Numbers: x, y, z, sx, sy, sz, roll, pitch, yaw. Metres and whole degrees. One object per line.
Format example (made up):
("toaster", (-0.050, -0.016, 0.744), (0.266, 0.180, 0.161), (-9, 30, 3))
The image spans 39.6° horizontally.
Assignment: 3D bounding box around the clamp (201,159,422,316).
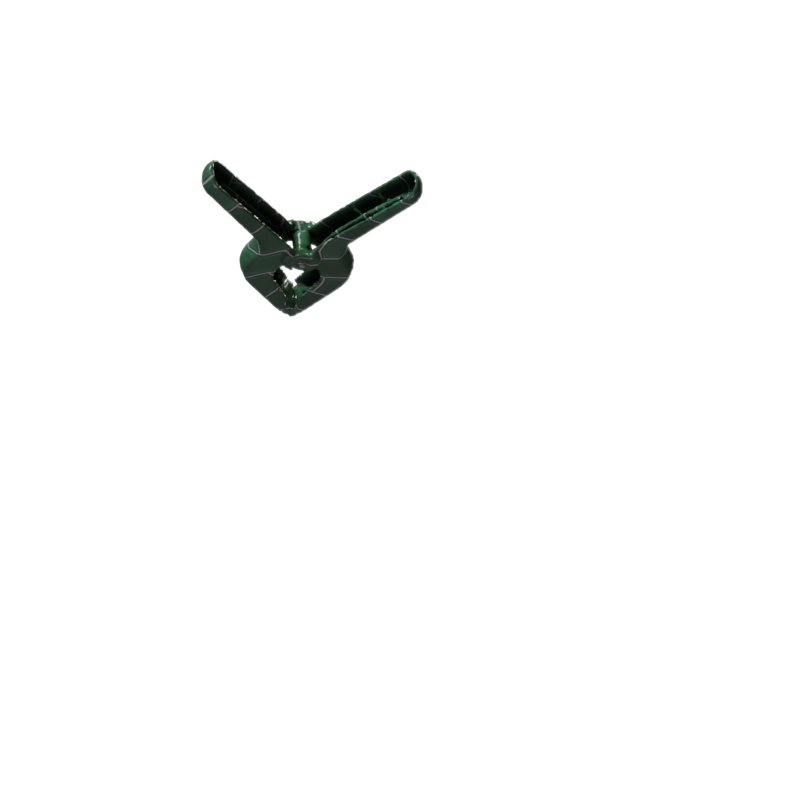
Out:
("clamp", (-0.070, -0.128, 0.896), (0.164, 0.039, 0.198), (1, -25, -2))
